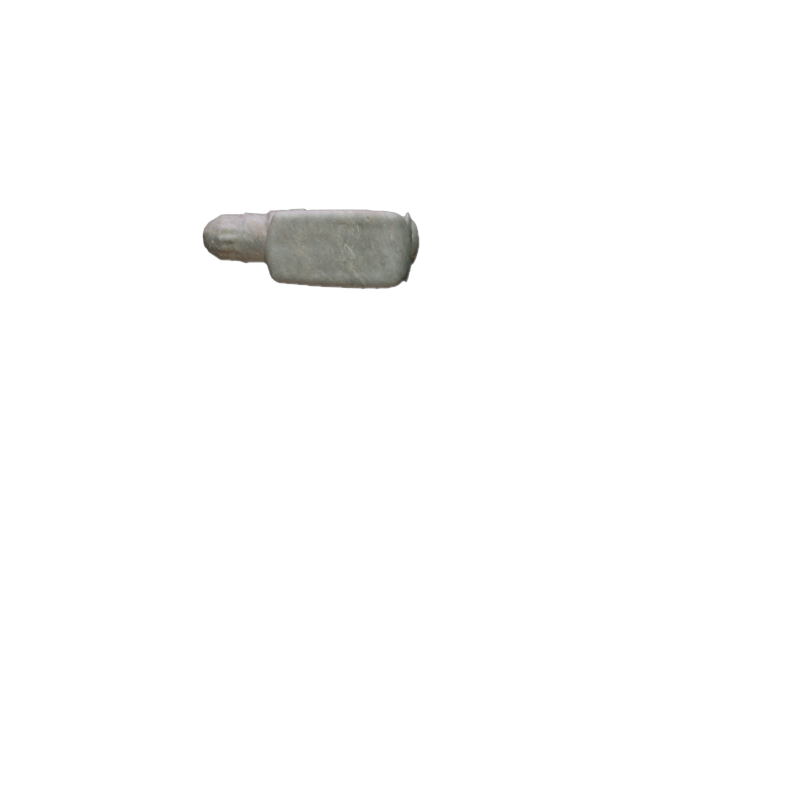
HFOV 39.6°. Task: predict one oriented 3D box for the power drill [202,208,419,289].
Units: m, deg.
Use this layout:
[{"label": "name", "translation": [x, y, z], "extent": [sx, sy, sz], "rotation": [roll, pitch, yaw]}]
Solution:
[{"label": "power drill", "translation": [-0.069, -0.126, 0.880], "extent": [0.184, 0.056, 0.192], "rotation": [-1, 11, -4]}]
